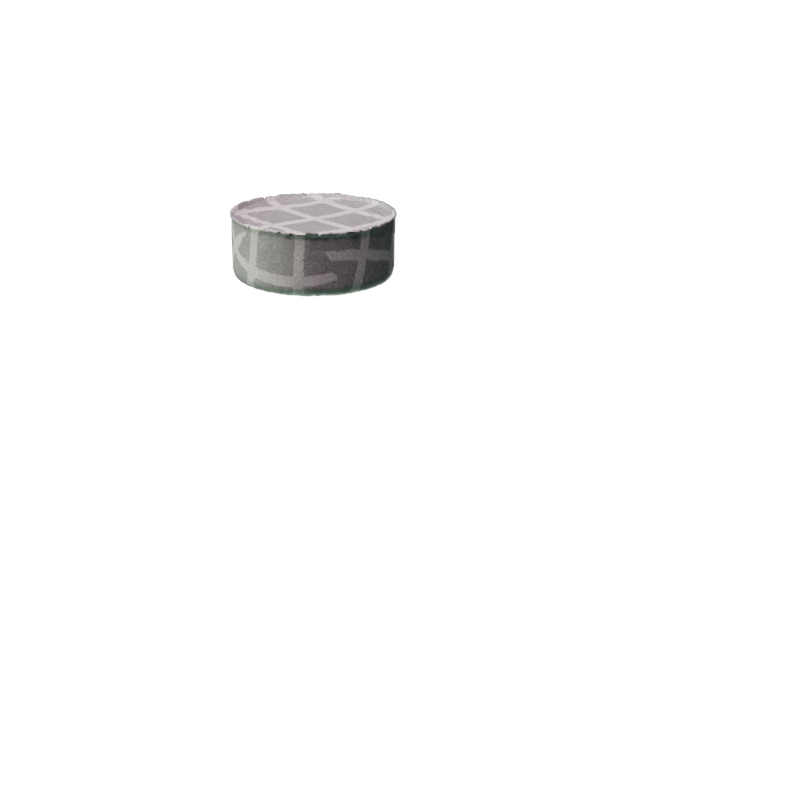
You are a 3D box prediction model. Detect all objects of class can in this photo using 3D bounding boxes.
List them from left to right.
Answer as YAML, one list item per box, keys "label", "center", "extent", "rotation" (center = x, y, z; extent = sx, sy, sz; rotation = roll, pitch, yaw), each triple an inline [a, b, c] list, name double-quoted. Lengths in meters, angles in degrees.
- label: "can"
  center: [-0.045, -0.082, 0.576]
  extent: [0.086, 0.032, 0.090]
  rotation: [-1, 22, -2]
